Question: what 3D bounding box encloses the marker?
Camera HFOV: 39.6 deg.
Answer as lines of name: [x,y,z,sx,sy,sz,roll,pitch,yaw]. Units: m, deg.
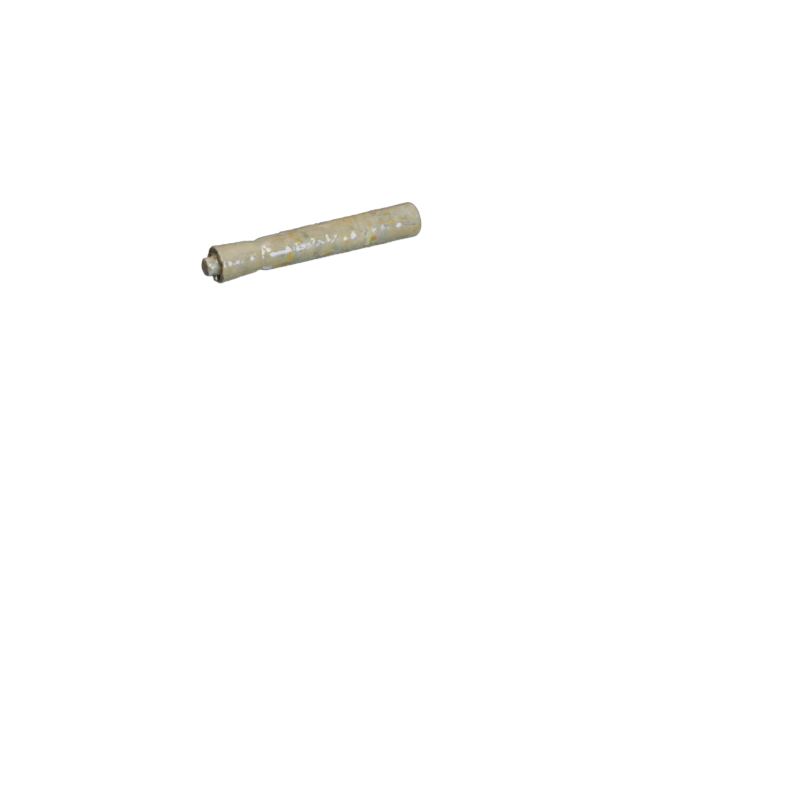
marker: [-0.044,-0.080,0.561,0.119,0.019,0.020,-18,12,-27]
